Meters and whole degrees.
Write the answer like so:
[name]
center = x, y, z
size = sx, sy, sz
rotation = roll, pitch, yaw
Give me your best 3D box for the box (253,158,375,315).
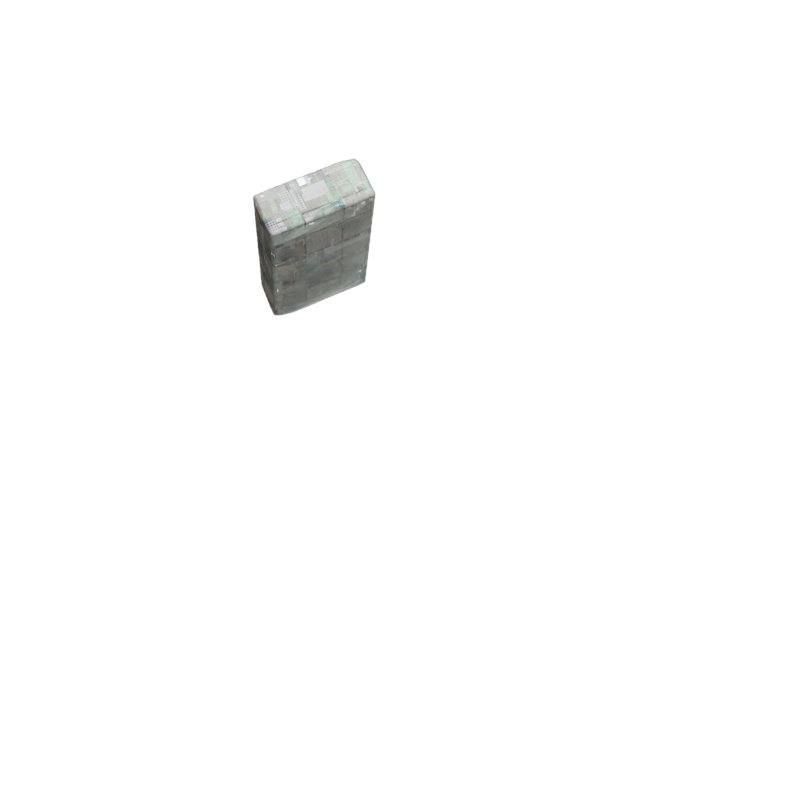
[box]
center = -0.074, -0.136, 0.949
size = 0.093, 0.051, 0.167
rotation = -23, -18, -12
